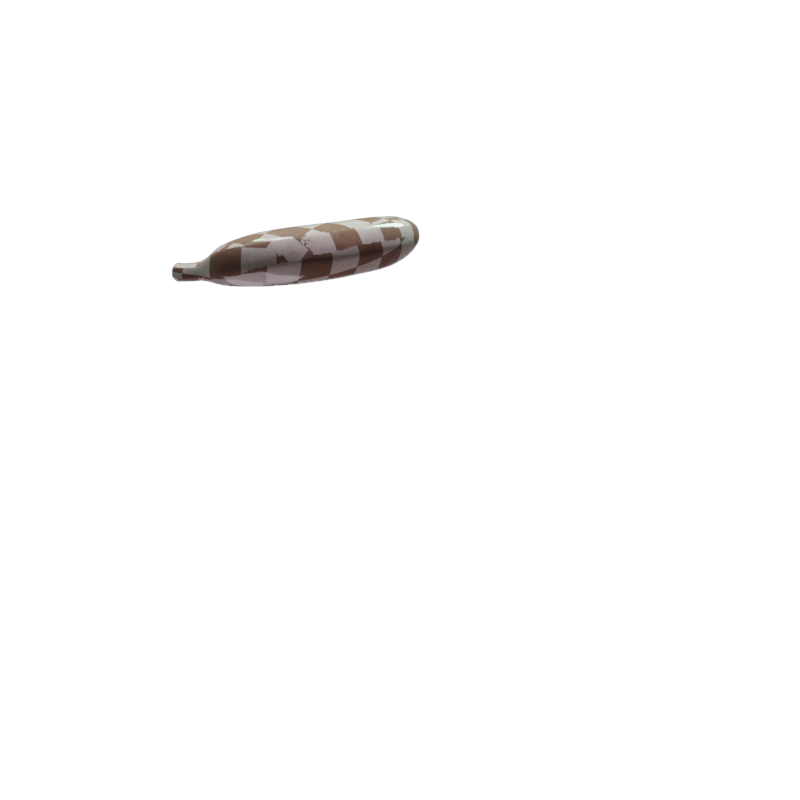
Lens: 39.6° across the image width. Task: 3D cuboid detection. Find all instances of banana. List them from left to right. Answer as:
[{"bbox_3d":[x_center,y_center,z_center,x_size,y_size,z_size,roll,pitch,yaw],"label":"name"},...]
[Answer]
[{"bbox_3d":[-0.052,-0.104,0.749,0.193,0.035,0.074,-12,21,-33],"label":"banana"}]
